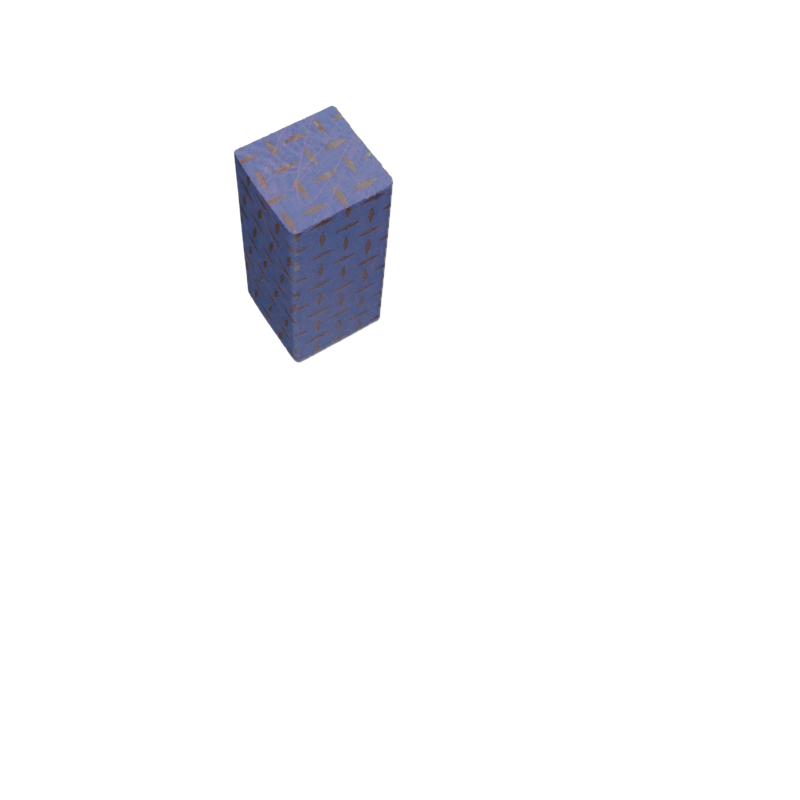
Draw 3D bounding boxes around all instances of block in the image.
[{"bbox_3d":[-0.070,-0.128,0.901,0.090,0.096,0.194,-28,-22,-17],"label":"block"}]
